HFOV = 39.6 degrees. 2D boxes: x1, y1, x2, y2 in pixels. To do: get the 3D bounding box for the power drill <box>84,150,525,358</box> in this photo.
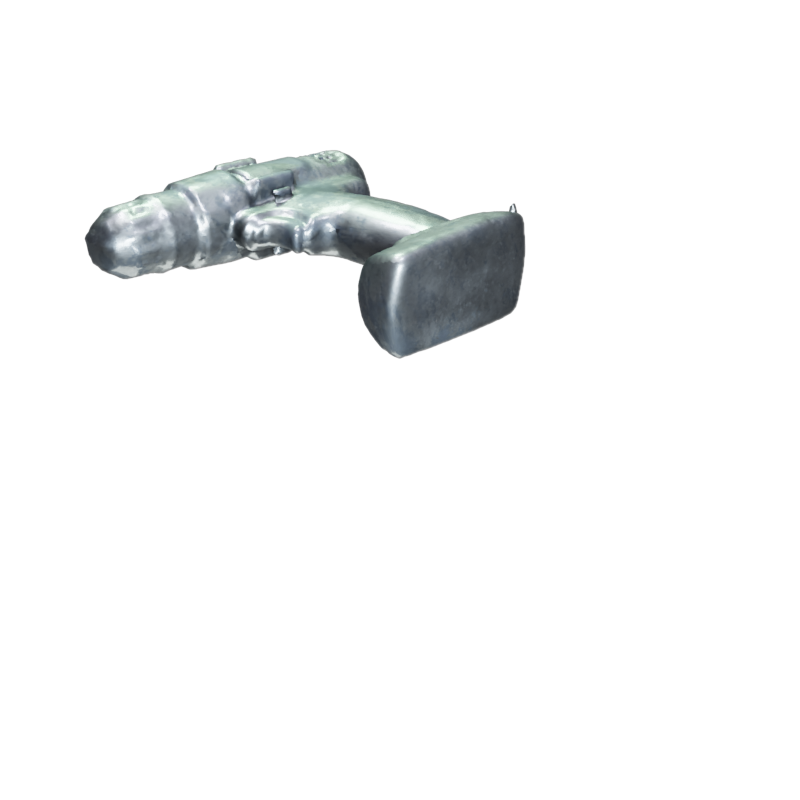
[{"bbox_3d":[-0.046,-0.083,0.581,0.182,0.054,0.200,-24,37,-38],"label":"power drill"}]
